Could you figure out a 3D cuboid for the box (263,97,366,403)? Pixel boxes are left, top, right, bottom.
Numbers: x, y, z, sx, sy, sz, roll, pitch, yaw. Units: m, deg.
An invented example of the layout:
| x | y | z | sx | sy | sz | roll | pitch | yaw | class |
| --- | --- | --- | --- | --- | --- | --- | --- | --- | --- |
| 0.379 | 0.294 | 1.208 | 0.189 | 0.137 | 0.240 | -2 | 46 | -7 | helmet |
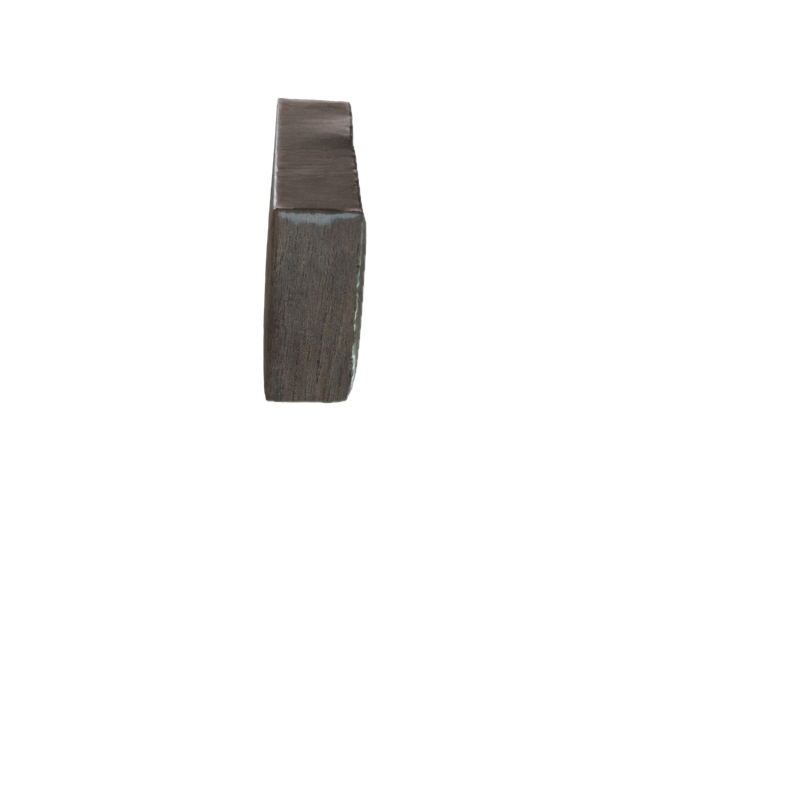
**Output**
| x | y | z | sx | sy | sz | roll | pitch | yaw | class |
| --- | --- | --- | --- | --- | --- | --- | --- | --- | --- |
| -0.069 | -0.125 | 0.878 | 0.071 | 0.155 | 0.228 | 2 | 33 | -5 | box |
